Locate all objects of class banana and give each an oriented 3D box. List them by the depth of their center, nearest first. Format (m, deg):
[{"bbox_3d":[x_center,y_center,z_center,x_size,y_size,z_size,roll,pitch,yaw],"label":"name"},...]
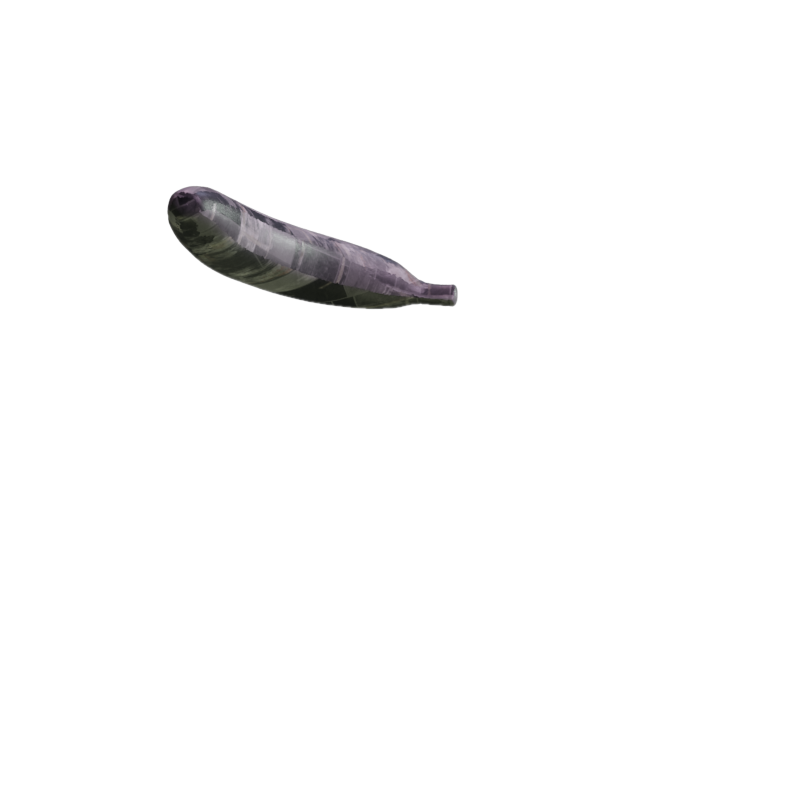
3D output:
[{"bbox_3d":[-0.056,-0.078,0.581,0.071,0.038,0.187,-12,-16,43],"label":"banana"}]
